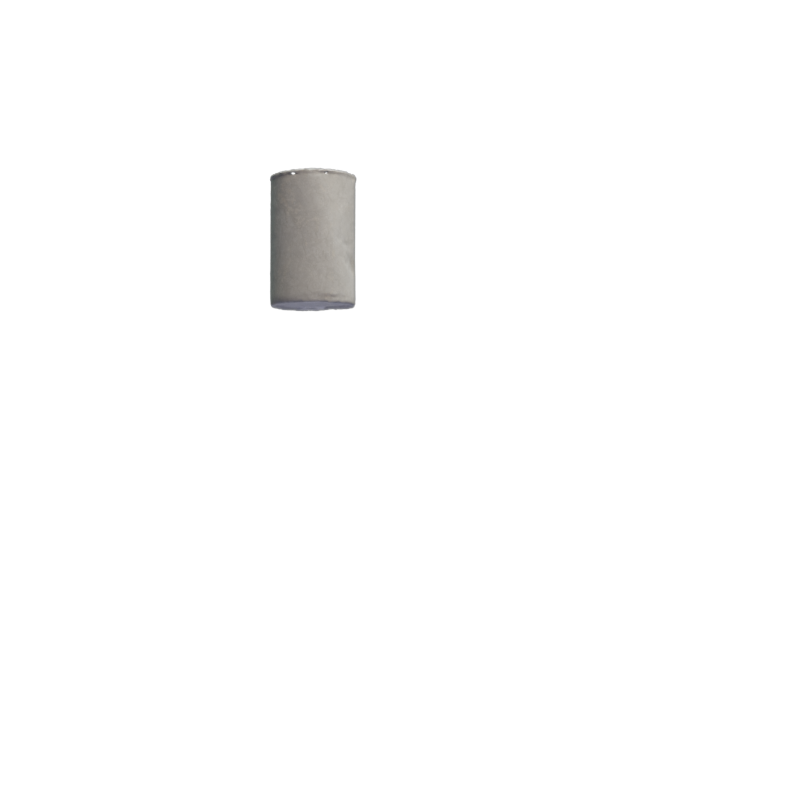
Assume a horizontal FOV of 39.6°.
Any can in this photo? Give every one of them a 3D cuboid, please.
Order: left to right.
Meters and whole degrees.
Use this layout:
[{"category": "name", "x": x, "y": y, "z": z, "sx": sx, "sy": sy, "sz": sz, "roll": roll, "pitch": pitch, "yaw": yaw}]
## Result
[{"category": "can", "x": -0.067, "y": -0.123, "z": 0.860, "sx": 0.068, "sy": 0.104, "sz": 0.067, "roll": 0, "pitch": -7, "yaw": -2}]
